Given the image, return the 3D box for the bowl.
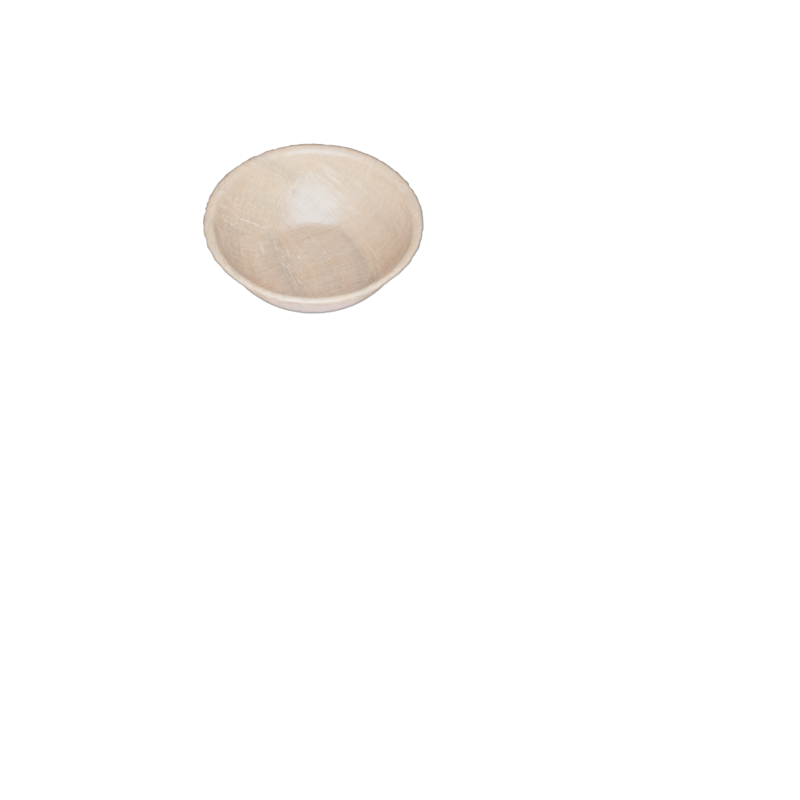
[{"bbox_3d":[-0.065,-0.118,0.830,0.162,0.174,0.051,-1,-39,-1],"label":"bowl"}]
